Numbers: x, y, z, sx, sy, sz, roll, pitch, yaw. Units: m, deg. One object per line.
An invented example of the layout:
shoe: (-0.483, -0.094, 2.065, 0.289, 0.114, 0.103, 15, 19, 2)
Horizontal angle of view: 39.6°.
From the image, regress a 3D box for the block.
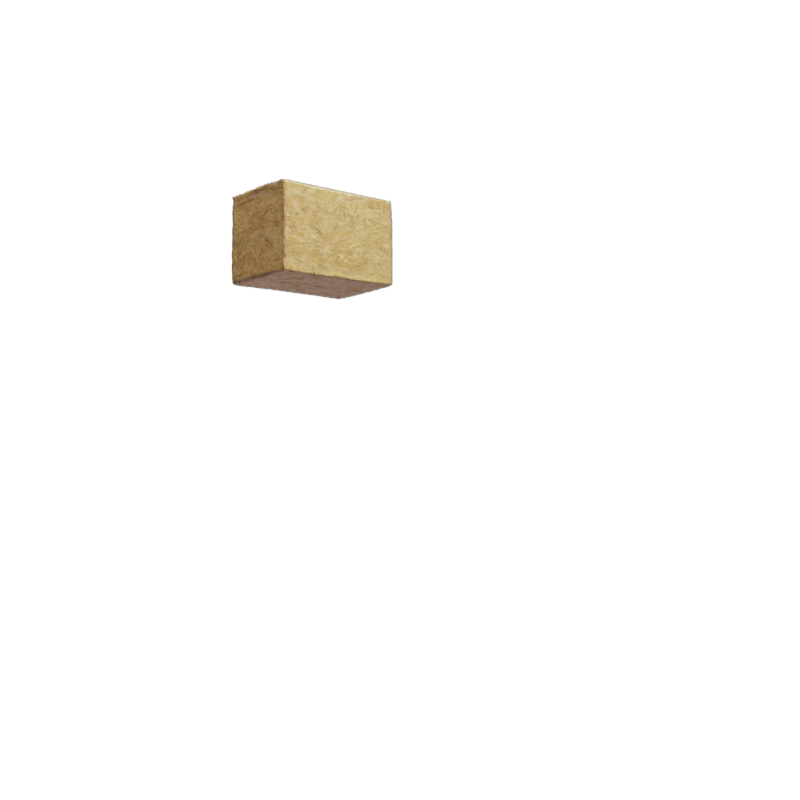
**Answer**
block: (-0.049, -0.089, 0.624, 0.074, 0.053, 0.054, 6, -11, -39)
